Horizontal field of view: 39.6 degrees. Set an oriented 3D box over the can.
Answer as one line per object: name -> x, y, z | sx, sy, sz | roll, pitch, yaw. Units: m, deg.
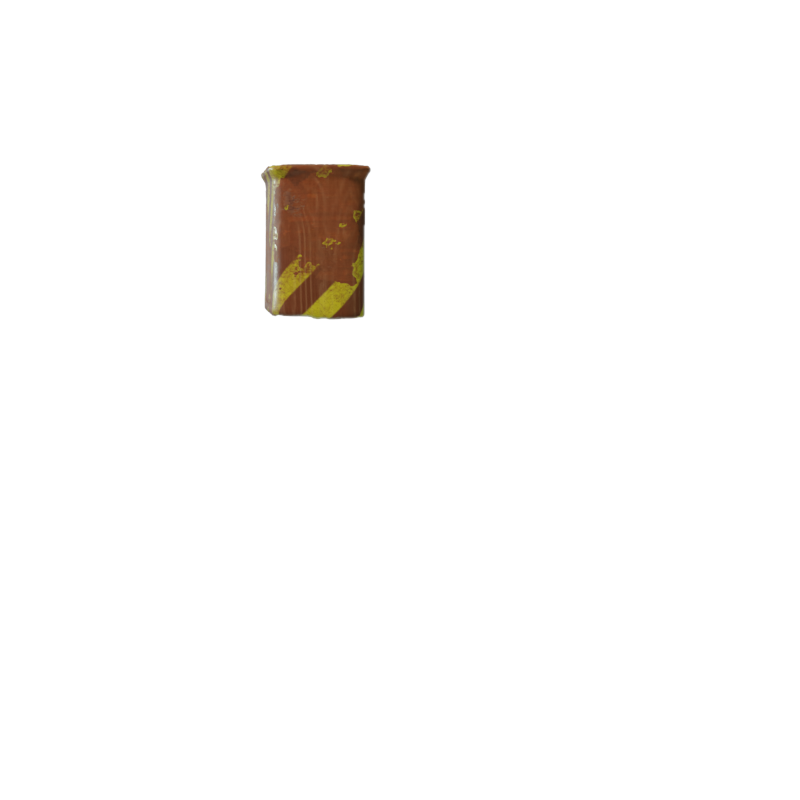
can -> -0.050, -0.092, 0.644 | 0.057, 0.083, 0.104 | 0, 5, -9
